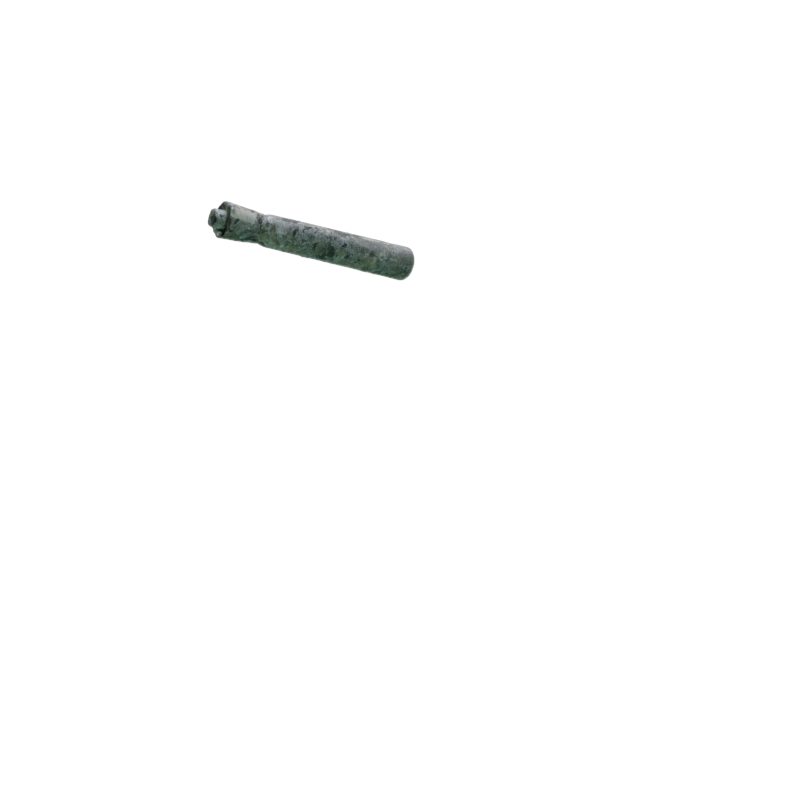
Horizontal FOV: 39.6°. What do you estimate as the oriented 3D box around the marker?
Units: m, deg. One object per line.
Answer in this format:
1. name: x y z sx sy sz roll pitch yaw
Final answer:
1. marker: -0.045 -0.082 0.575 0.115 0.020 0.021 9 -2 -34
